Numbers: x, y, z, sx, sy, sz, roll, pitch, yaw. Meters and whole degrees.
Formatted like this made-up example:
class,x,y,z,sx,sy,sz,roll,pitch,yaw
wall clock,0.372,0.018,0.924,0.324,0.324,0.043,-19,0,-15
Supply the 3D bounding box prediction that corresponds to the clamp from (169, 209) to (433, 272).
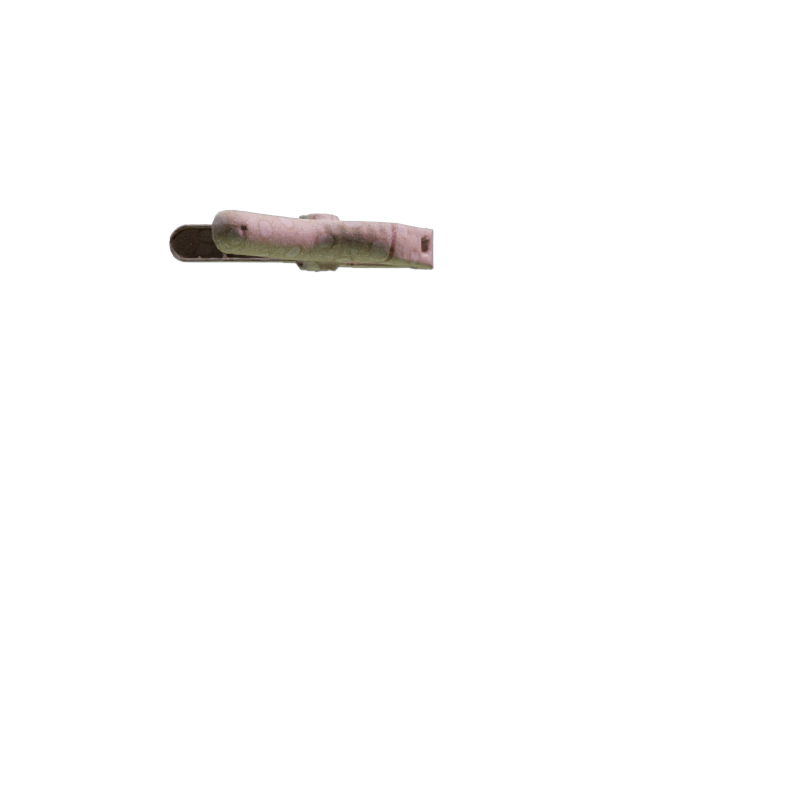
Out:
class,x,y,z,sx,sy,sz,roll,pitch,yaw
clamp,-0.054,-0.099,0.692,0.169,0.039,0.124,-2,9,-13
